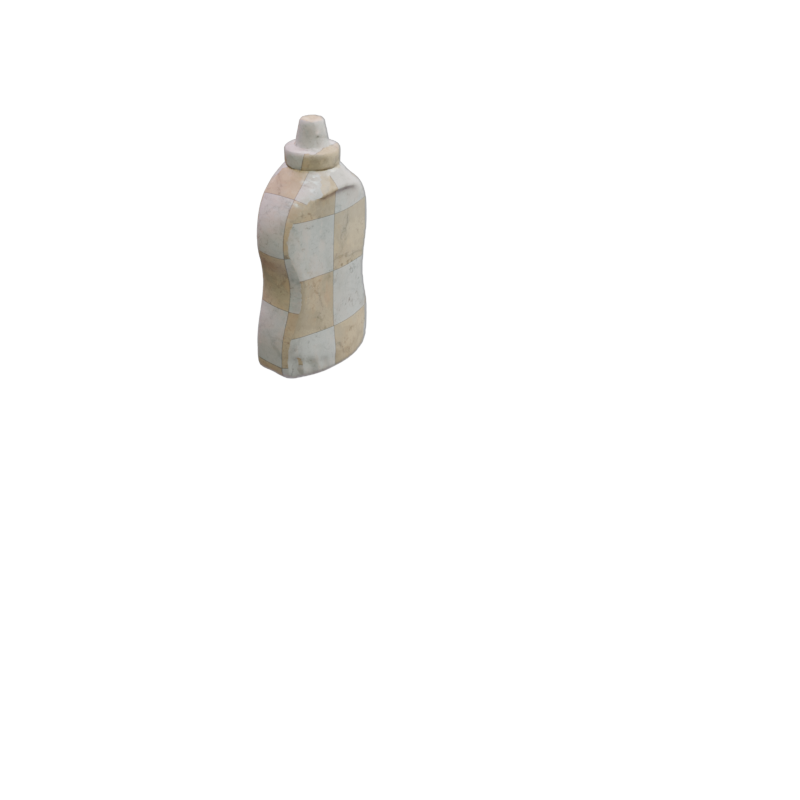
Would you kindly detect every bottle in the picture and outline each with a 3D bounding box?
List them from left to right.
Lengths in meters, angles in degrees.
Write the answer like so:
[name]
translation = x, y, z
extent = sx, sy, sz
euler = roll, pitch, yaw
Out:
[bottle]
translation = -0.065, -0.118, 0.825
extent = 0.062, 0.181, 0.095
euler = 23, 33, 36
